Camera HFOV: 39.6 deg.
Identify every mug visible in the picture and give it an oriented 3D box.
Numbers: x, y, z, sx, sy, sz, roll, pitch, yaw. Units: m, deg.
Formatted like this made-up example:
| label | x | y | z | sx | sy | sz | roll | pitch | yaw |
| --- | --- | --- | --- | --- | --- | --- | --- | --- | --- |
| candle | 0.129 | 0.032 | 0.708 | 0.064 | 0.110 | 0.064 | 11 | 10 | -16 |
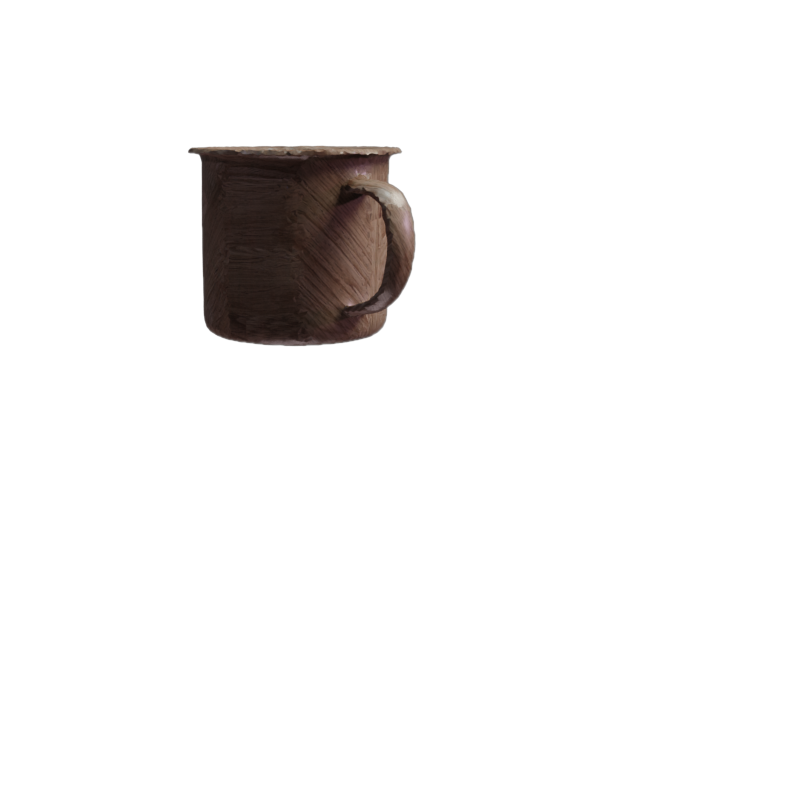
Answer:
| label | x | y | z | sx | sy | sz | roll | pitch | yaw |
| --- | --- | --- | --- | --- | --- | --- | --- | --- | --- |
| mug | -0.038 | -0.069 | 0.480 | 0.090 | 0.080 | 0.123 | -10 | 15 | -43 |
